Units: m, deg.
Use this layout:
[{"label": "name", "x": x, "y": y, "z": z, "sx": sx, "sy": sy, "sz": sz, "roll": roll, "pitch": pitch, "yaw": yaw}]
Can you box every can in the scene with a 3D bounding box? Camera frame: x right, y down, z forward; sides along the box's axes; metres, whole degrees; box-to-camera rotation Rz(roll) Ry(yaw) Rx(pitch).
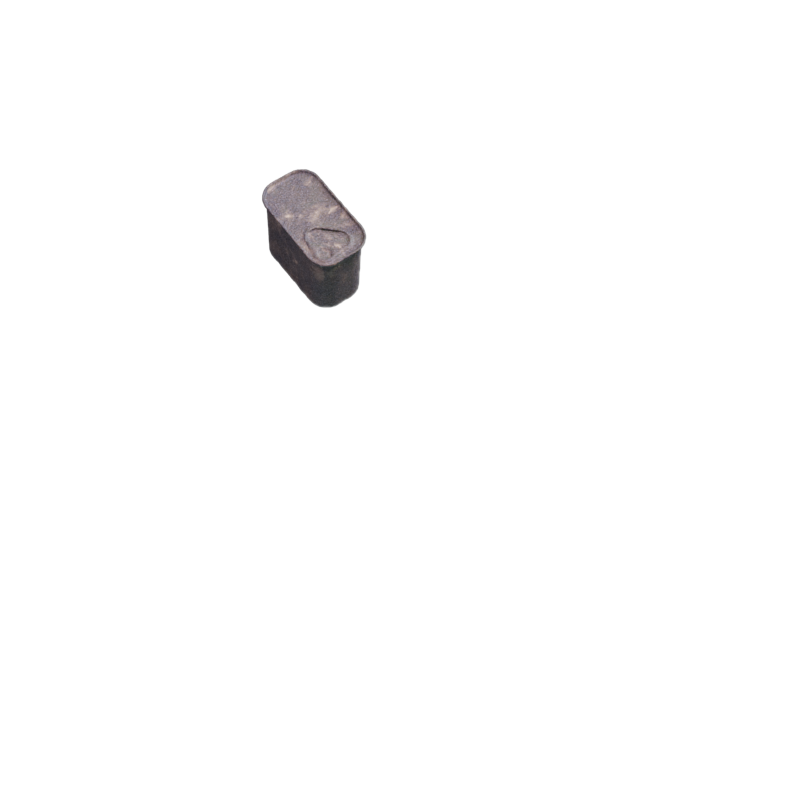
[{"label": "can", "x": -0.078, "y": -0.142, "z": 0.996, "sx": 0.058, "sy": 0.108, "sz": 0.079, "roll": -32, "pitch": -24, "yaw": -18}]
